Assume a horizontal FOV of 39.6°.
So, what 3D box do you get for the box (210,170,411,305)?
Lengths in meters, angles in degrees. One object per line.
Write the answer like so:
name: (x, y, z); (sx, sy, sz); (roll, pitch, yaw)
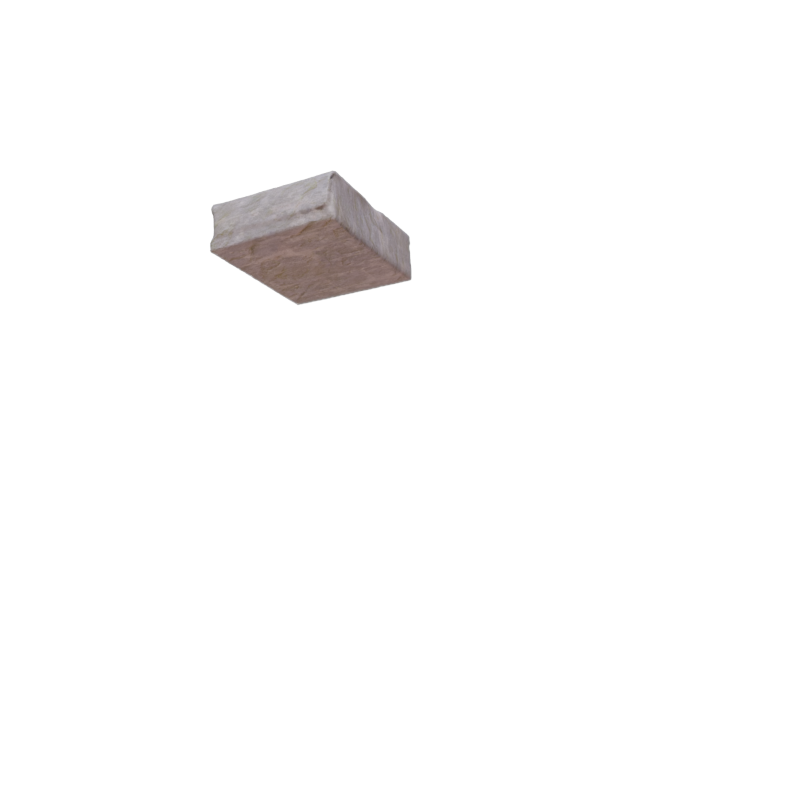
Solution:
box: (-0.046, -0.083, 0.583); (0.074, 0.032, 0.083); (-11, -22, 27)
